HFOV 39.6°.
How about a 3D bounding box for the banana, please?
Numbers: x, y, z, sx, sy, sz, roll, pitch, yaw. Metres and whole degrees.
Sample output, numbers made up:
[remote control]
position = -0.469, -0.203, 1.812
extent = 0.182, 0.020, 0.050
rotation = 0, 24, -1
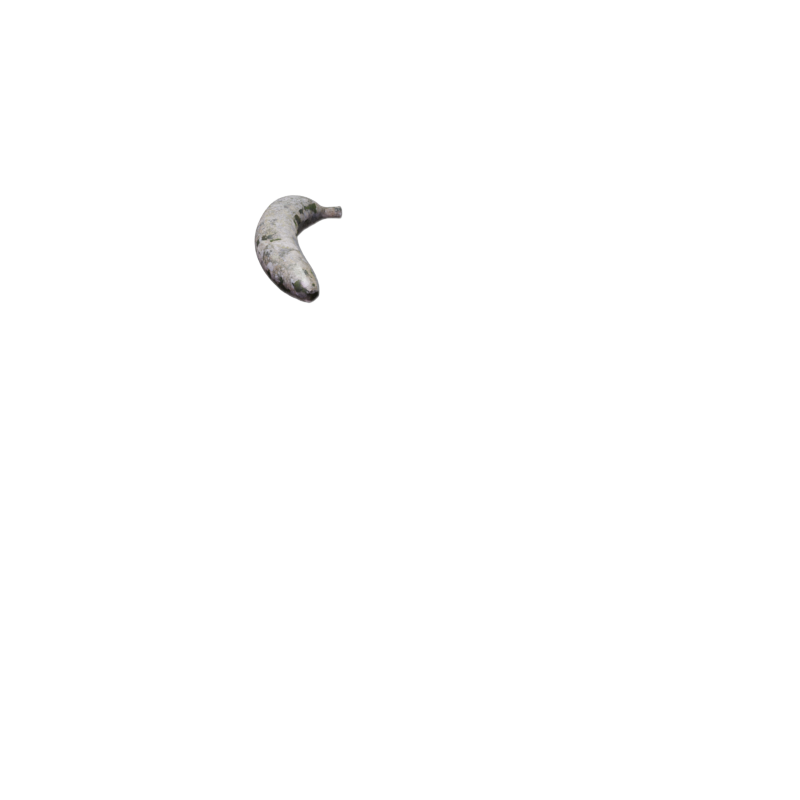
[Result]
[banana]
position = -0.094, -0.141, 0.969
extent = 0.070, 0.035, 0.208
rotation = 2, 31, 3
